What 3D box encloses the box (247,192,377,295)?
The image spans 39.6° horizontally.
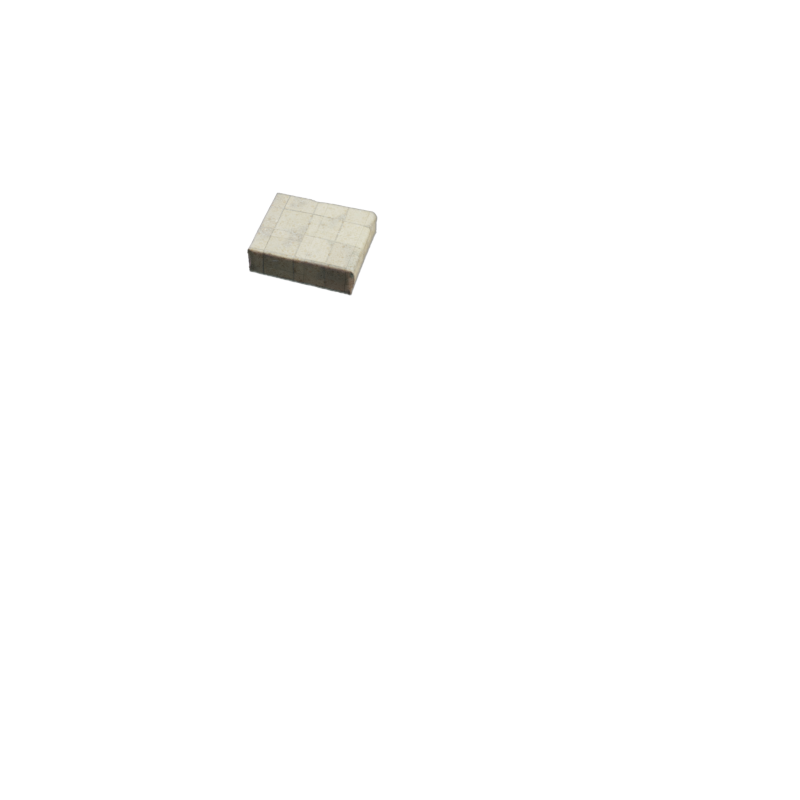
[{"bbox_3d":[-0.070,-0.129,0.902,0.091,0.077,0.028,12,-41,11],"label":"box"}]
